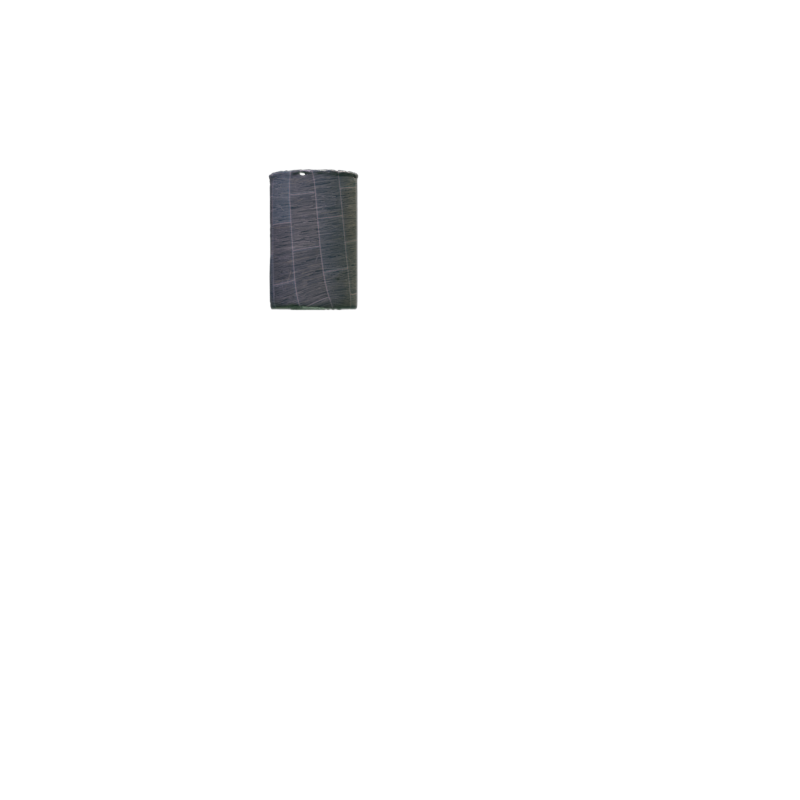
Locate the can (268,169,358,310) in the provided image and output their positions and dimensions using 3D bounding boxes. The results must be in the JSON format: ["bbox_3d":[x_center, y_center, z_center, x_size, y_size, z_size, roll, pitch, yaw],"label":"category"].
[{"bbox_3d":[-0.065,-0.119,0.835,0.068,0.103,0.068,0,-2,-2],"label":"can"}]
